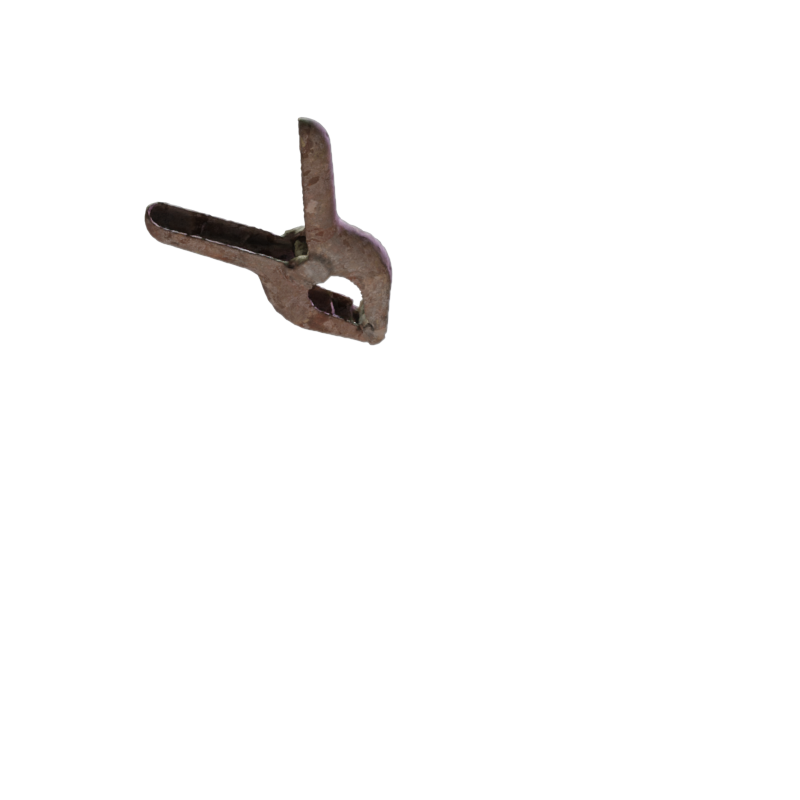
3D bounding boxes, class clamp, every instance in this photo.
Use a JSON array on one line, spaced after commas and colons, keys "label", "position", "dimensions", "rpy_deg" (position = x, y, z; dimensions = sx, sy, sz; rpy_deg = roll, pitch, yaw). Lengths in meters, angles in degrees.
[{"label": "clamp", "position": [-0.051, -0.093, 0.654], "dimensions": [0.120, 0.042, 0.160], "rpy_deg": [-28, -44, 32]}]
